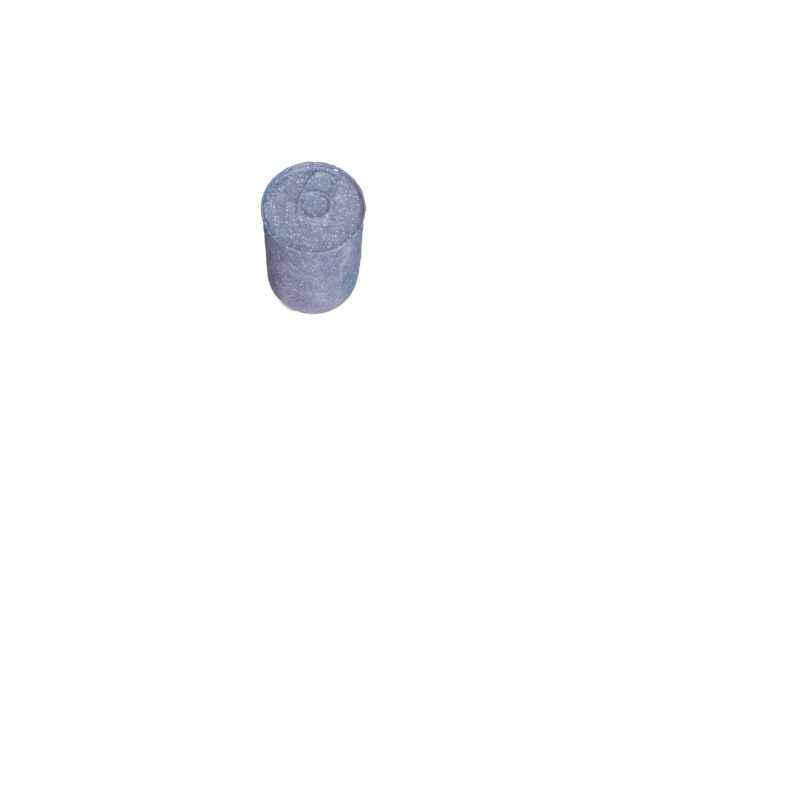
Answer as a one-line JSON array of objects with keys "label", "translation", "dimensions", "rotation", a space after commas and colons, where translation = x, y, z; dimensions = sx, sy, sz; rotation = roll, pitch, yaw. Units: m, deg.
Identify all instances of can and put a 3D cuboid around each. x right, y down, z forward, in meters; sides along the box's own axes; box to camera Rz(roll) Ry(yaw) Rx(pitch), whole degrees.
[{"label": "can", "translation": [-0.059, -0.108, 0.758], "dimensions": [0.068, 0.072, 0.097], "rotation": [0, -22, -3]}]
